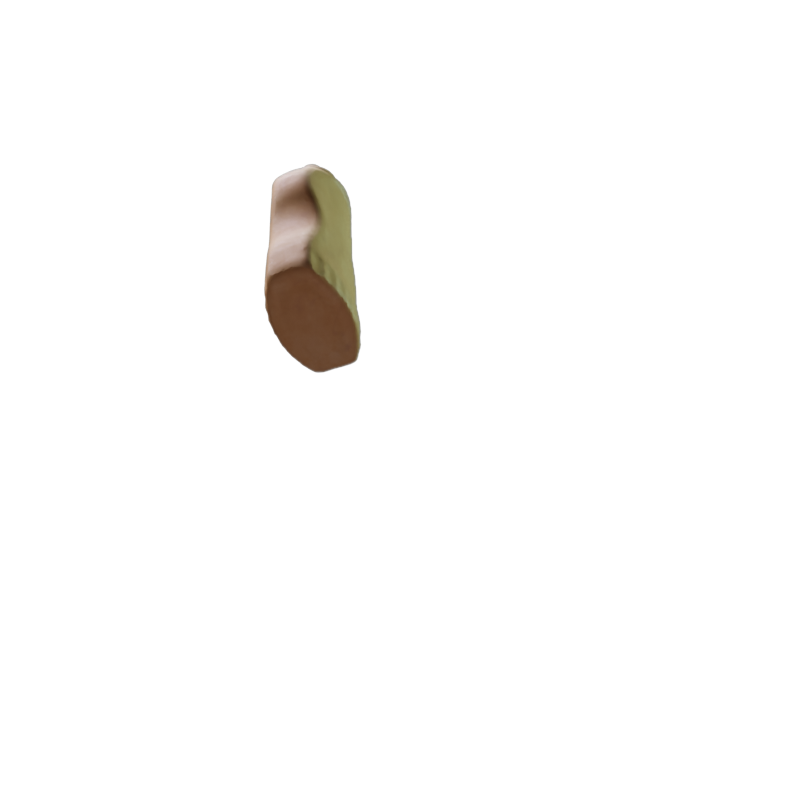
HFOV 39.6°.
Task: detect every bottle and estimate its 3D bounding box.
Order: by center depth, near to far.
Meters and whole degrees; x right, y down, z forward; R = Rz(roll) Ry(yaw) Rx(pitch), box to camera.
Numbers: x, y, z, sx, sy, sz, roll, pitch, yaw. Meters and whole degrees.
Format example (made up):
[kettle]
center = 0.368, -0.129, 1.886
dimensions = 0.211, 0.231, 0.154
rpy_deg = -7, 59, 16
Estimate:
[bottle]
center = -0.065, -0.117, 0.822
dimensions = 0.059, 0.089, 0.206
rpy_deg = -19, 39, 12
